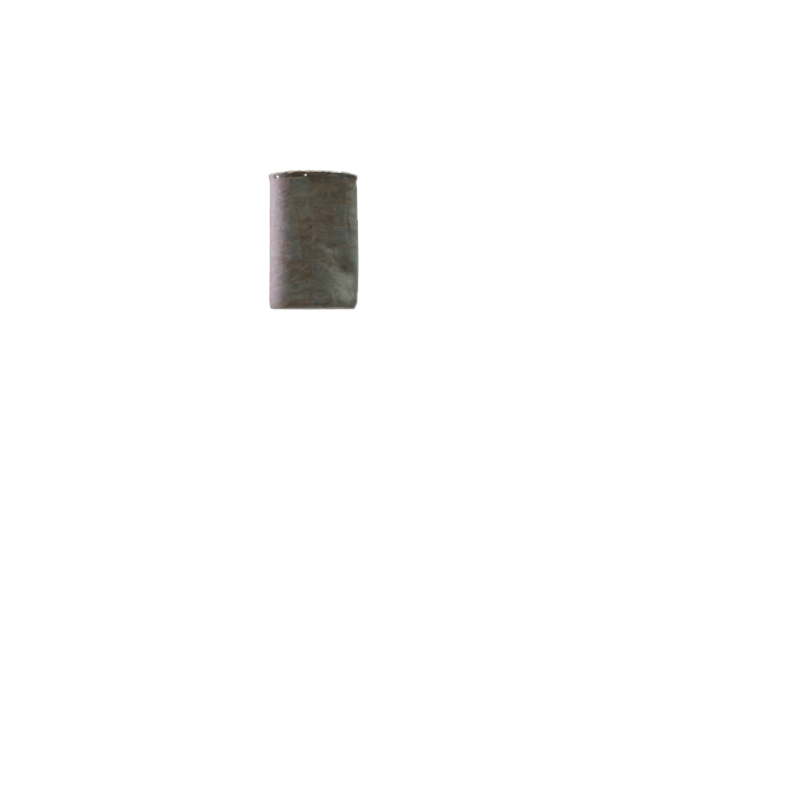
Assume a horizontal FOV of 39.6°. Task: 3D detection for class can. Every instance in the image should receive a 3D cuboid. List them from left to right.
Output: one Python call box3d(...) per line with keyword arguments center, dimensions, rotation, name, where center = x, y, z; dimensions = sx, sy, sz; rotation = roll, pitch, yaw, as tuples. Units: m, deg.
box3d(center=(-0.066, -0.120, 0.841), dimensions=(0.068, 0.103, 0.068), rotation=(0, 0, -2), name="can")
